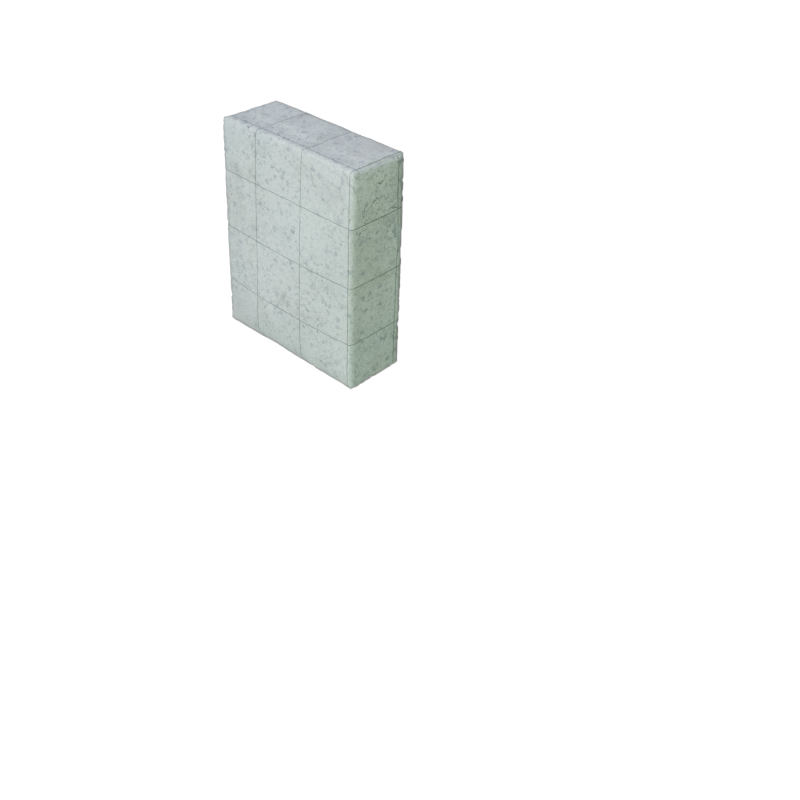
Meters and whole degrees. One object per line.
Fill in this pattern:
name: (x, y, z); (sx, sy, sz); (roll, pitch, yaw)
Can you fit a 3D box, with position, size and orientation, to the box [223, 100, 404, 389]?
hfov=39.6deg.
box: (-0.078, -0.141, 0.991); (0.071, 0.201, 0.175); (-26, 42, -38)
